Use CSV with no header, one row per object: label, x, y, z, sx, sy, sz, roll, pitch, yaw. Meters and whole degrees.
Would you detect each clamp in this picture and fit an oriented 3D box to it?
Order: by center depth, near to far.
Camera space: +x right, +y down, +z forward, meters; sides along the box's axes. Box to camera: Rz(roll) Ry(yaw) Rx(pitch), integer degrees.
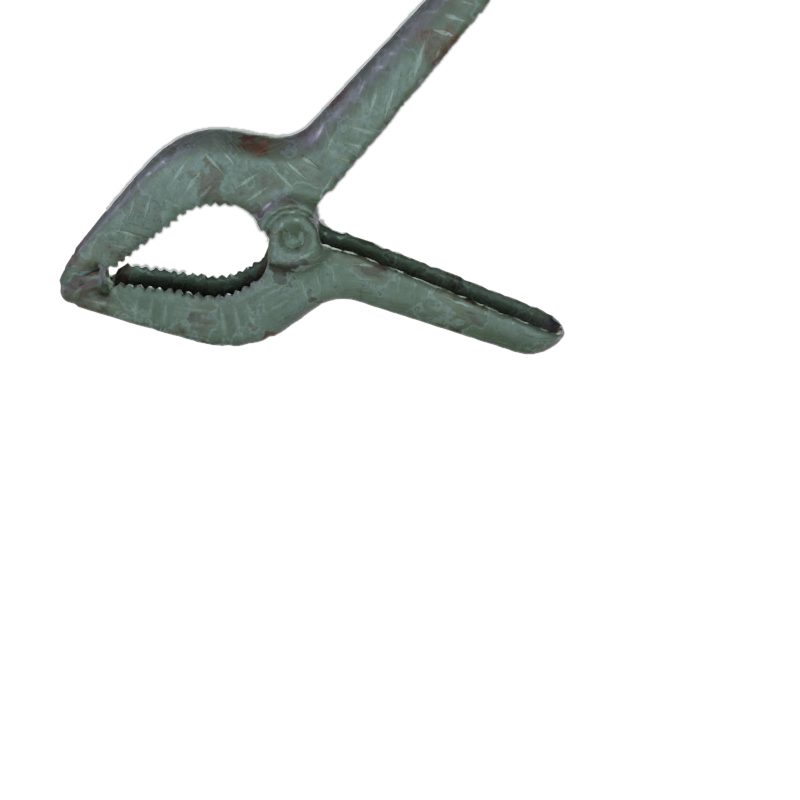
clamp,-0.037,-0.067,0.467,0.210,0.157,0.038,-19,19,7
